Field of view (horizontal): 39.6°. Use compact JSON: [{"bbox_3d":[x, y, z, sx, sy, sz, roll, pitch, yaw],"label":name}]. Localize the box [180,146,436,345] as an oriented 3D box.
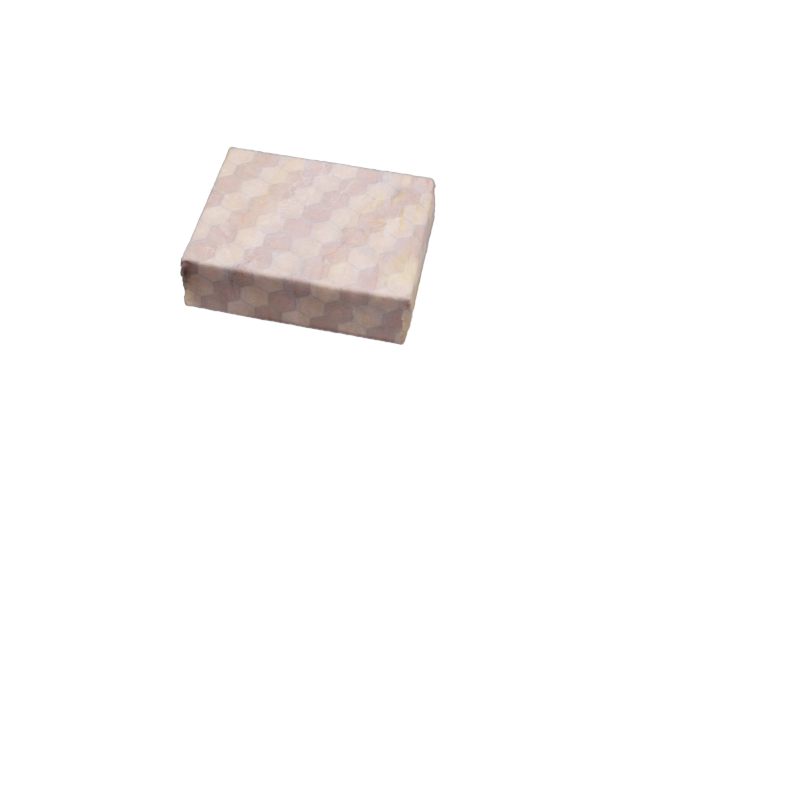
[{"bbox_3d":[-0.044,-0.079,0.556,0.115,0.095,0.036,8,-44,7],"label":"box"}]
